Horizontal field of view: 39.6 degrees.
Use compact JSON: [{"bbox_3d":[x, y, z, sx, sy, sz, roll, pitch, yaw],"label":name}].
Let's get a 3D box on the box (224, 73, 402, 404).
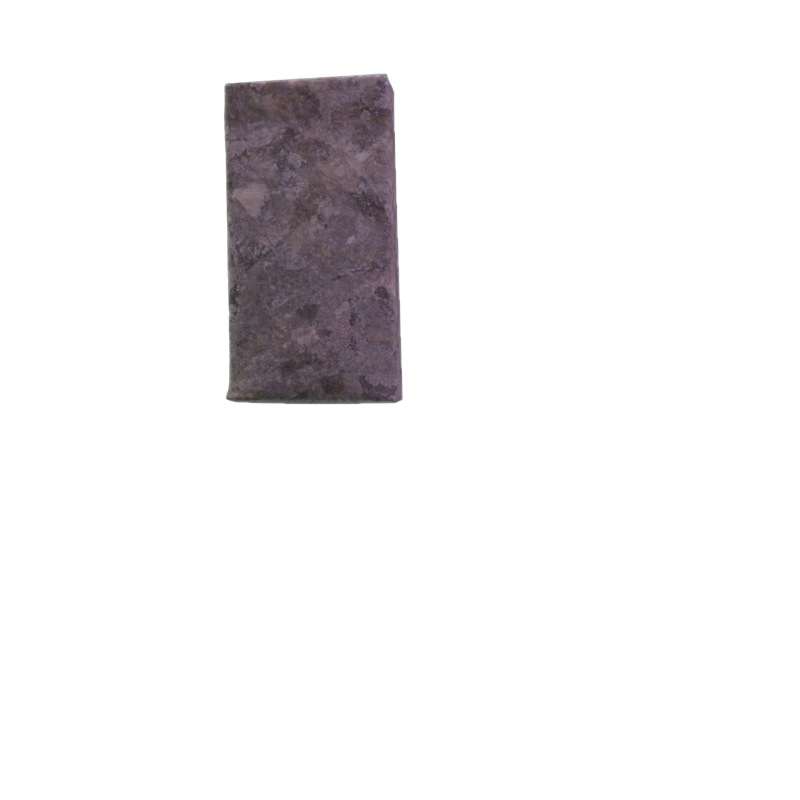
[{"bbox_3d":[-0.047,-0.087,0.609,0.094,0.180,0.047,-1,-8,8],"label":"box"}]
